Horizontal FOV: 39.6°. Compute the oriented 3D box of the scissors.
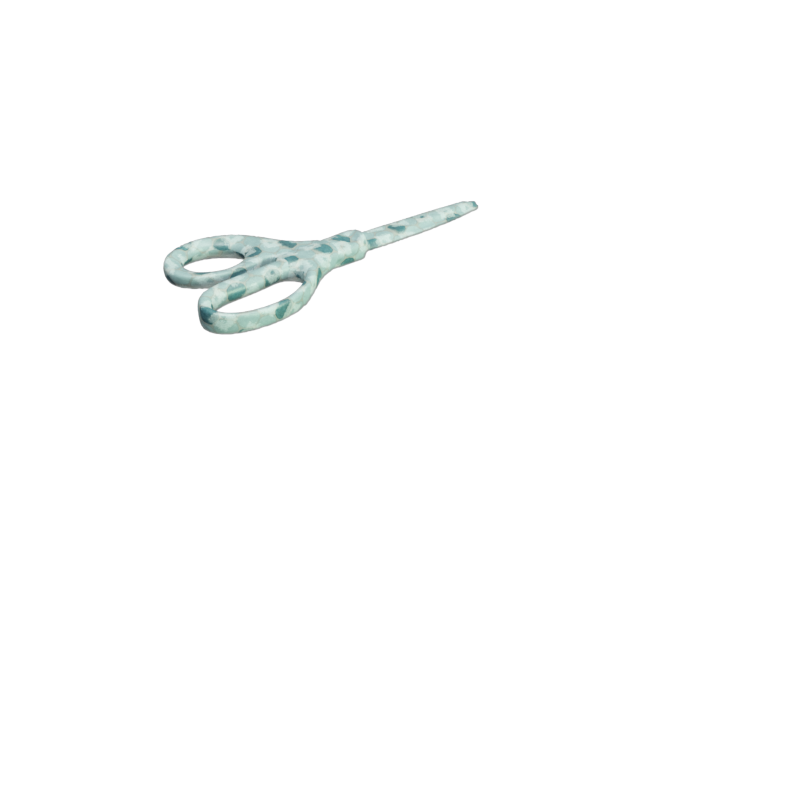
[{"bbox_3d":[-0.049,-0.090,0.630,0.102,0.015,0.203,22,39,30],"label":"scissors"}]
